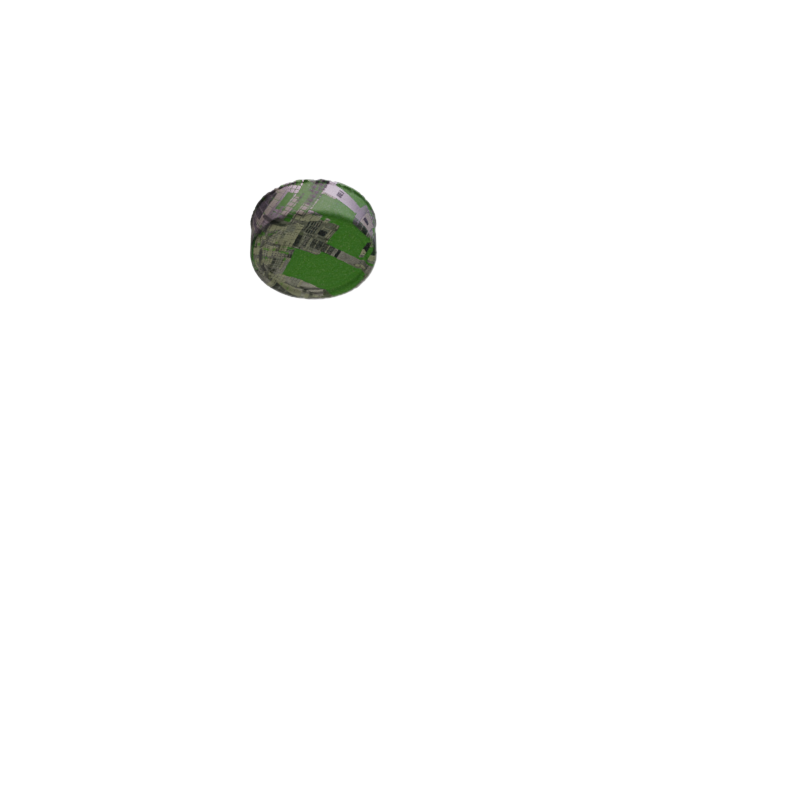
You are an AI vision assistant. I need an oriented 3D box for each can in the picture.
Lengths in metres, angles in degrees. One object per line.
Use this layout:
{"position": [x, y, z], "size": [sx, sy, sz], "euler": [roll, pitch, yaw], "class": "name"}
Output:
{"position": [-0.058, -0.106, 0.745], "size": [0.086, 0.036, 0.080], "euler": [1, -39, -2], "class": "can"}
